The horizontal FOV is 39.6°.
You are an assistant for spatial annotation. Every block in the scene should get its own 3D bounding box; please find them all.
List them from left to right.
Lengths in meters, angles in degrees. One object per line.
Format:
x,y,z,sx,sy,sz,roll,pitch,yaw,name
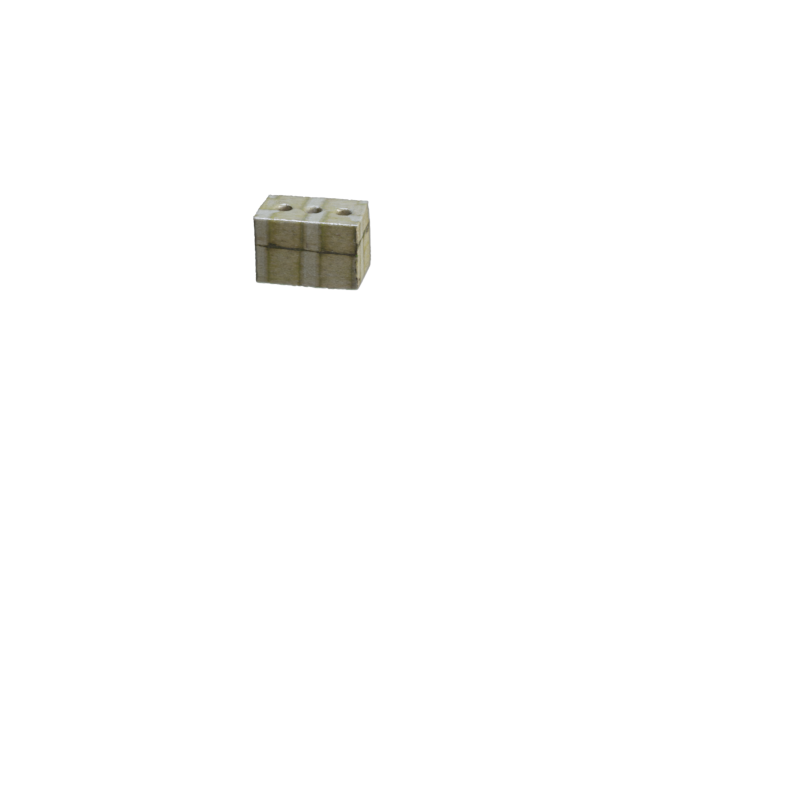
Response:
-0.063,-0.115,0.803,0.079,0.049,0.055,5,25,8,block
